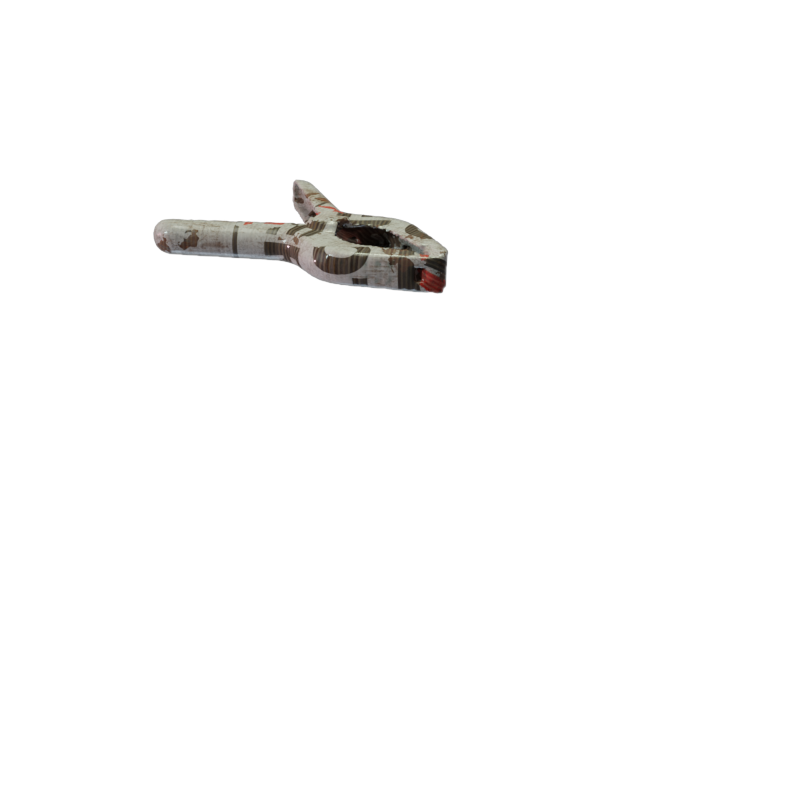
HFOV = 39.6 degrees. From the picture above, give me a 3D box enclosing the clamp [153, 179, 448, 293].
[{"bbox_3d":[-0.062,-0.113,0.795,0.163,0.035,0.223,-23,35,-39],"label":"clamp"}]
